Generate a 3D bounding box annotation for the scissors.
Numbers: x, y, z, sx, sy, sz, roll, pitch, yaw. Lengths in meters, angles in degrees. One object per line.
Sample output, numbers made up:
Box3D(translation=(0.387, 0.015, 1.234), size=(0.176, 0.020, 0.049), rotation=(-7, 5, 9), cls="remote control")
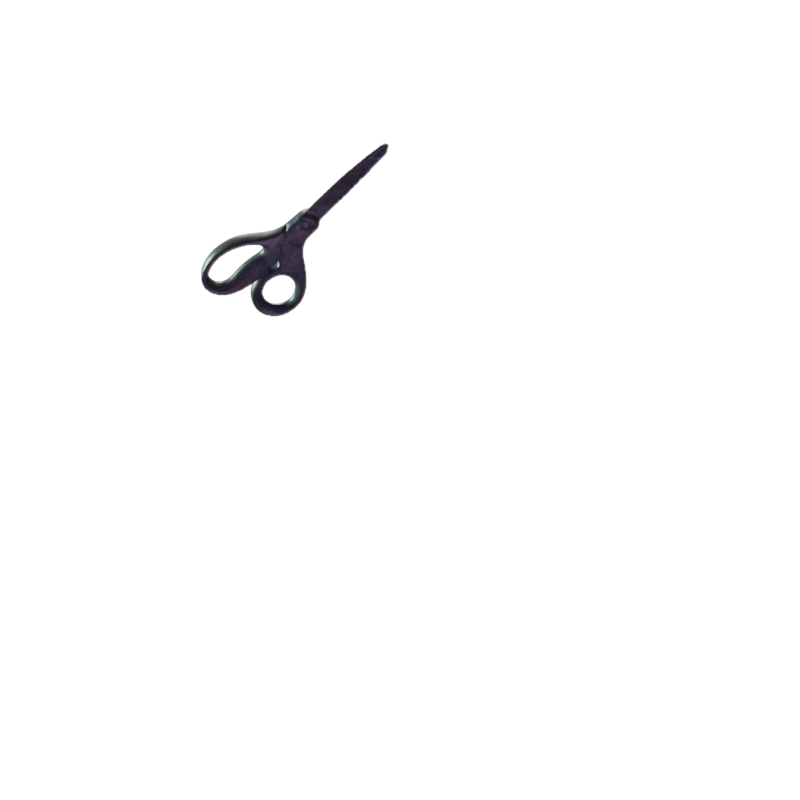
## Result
Box3D(translation=(-0.070, -0.128, 0.900), size=(0.202, 0.017, 0.089), rotation=(-25, -52, 22), cls="scissors")
